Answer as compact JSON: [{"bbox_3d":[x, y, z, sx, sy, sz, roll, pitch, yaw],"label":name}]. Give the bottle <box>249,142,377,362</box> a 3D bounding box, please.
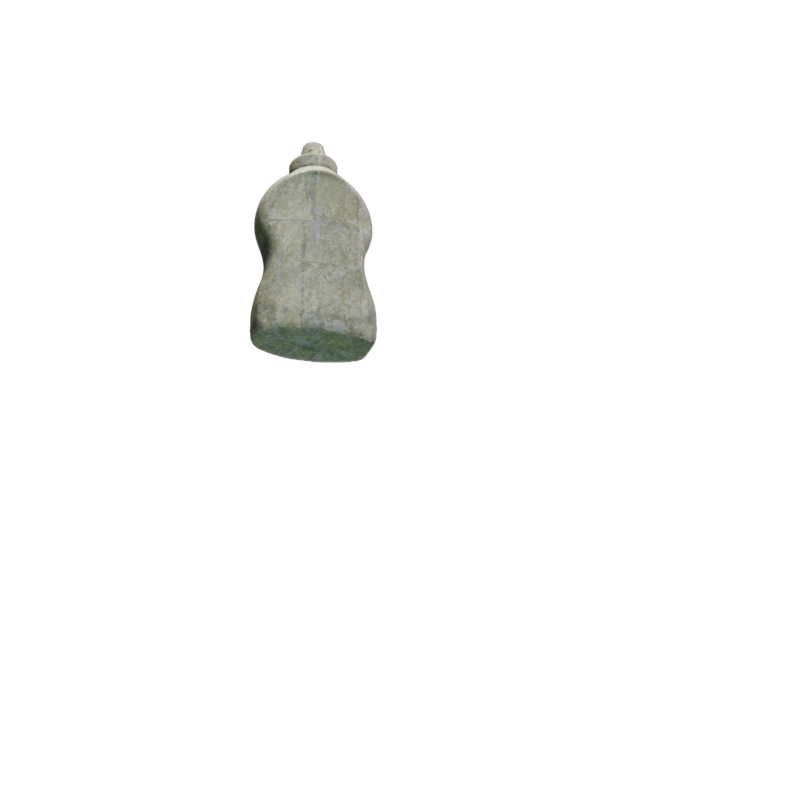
[{"bbox_3d":[-0.070,-0.128,0.895,0.094,0.204,0.056,5,-31,-13],"label":"bottle"}]
